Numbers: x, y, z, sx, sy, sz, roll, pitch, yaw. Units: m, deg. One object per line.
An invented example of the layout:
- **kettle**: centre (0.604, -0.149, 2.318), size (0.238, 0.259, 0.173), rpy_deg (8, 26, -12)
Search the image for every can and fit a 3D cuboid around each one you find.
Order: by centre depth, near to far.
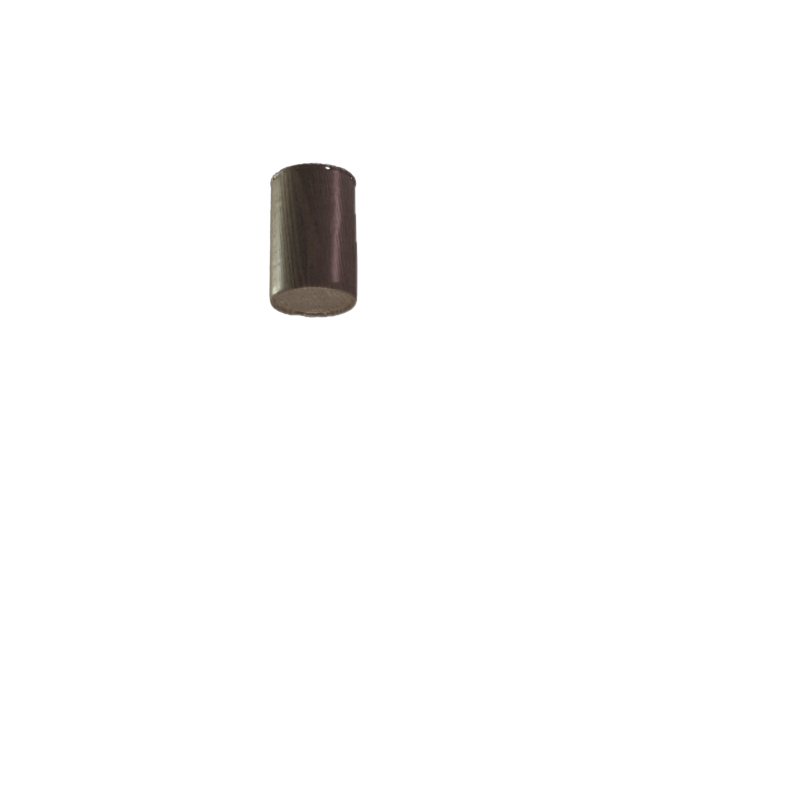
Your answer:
- **can**: centre (-0.067, -0.122, 0.852), size (0.068, 0.107, 0.065), rpy_deg (0, -21, -2)
